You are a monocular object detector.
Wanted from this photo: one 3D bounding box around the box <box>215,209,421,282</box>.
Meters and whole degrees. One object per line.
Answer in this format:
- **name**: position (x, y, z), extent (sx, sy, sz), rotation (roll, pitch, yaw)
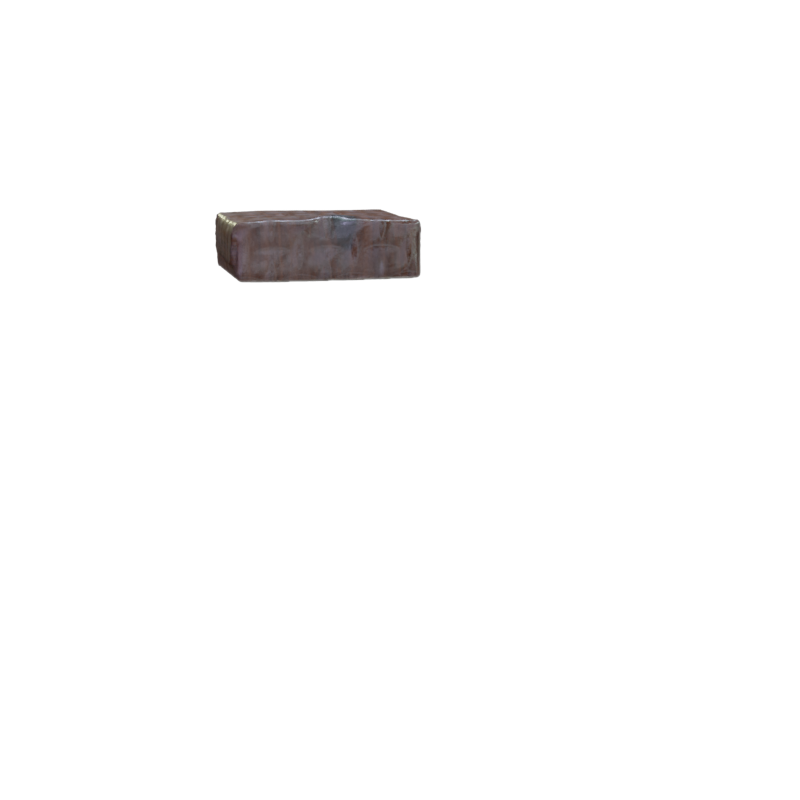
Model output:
- **box**: position (-0.042, -0.077, 0.537), extent (0.088, 0.030, 0.076), rotation (-3, 13, -12)
